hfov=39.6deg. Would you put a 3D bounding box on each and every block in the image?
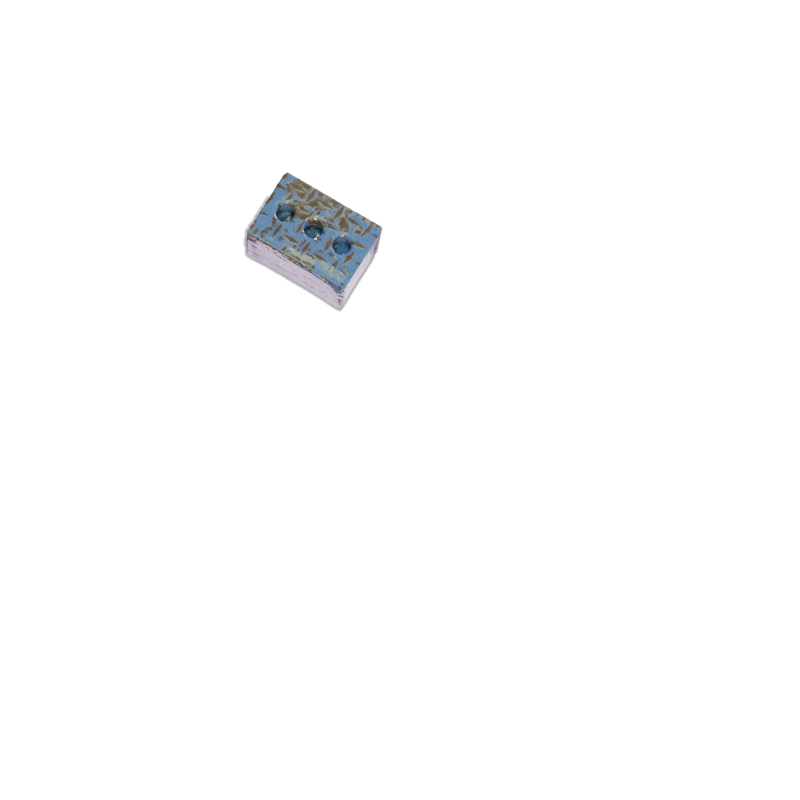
[{"bbox_3d":[-0.059,-0.107,0.748,0.080,0.054,0.049,30,-15,8],"label":"block"}]
